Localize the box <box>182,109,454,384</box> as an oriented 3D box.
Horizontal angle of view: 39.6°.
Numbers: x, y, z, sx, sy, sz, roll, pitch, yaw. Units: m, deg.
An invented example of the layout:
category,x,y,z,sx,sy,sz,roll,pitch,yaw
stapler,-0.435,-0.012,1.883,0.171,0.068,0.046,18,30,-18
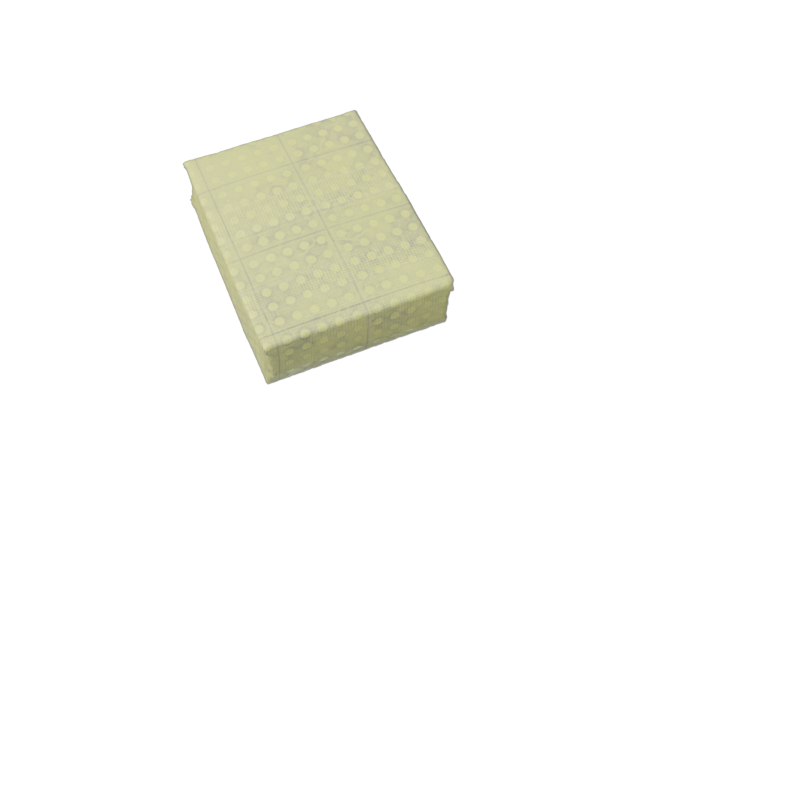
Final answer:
category,x,y,z,sx,sy,sz,roll,pitch,yaw
box,-0.040,-0.073,0.513,0.089,0.122,0.036,-19,-32,-13
